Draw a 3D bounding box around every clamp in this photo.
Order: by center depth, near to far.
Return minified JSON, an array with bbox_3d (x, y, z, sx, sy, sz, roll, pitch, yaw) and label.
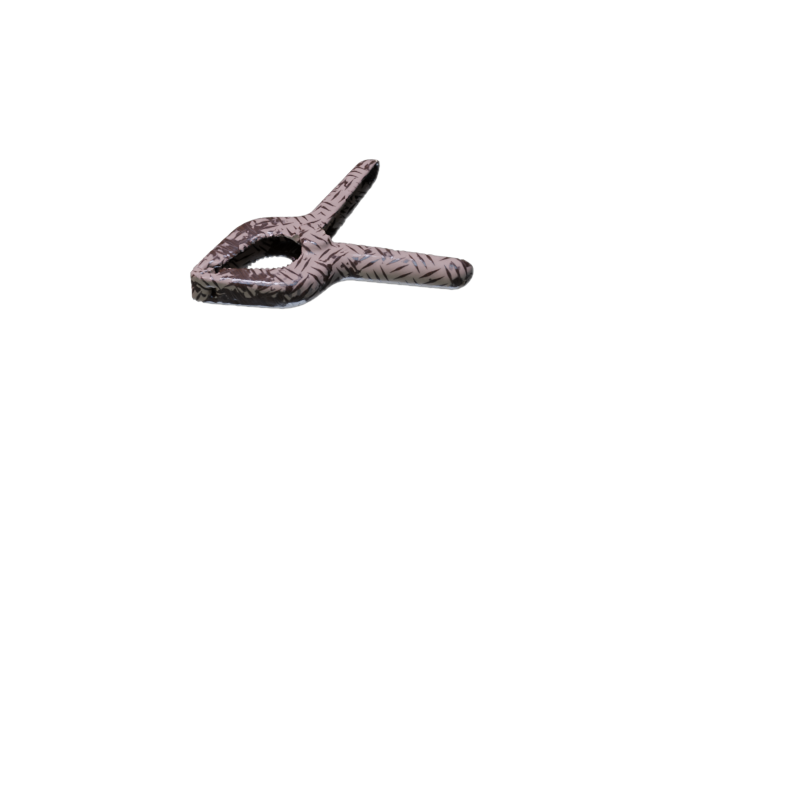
[{"bbox_3d":[-0.069,-0.126,0.882,0.208,0.034,0.178,-14,45,-15],"label":"clamp"}]
